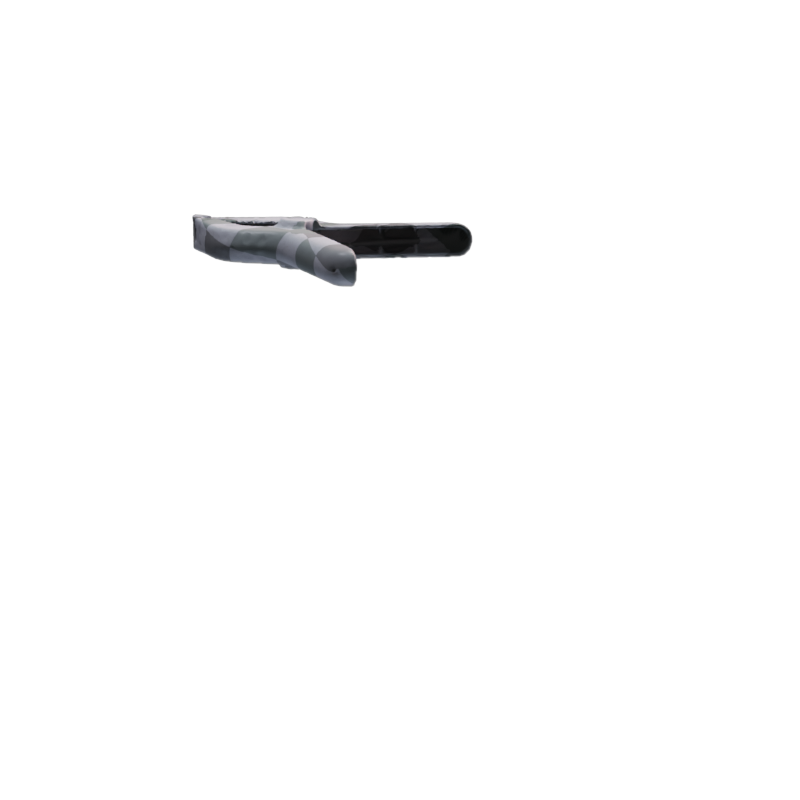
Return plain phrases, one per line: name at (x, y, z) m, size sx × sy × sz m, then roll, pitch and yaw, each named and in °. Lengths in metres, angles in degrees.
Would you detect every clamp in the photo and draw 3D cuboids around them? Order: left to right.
clamp at (-0.064, -0.116, 0.814) m, size 0.221 × 0.035 × 0.161 m, roll 13°, pitch 20°, yaw 39°
